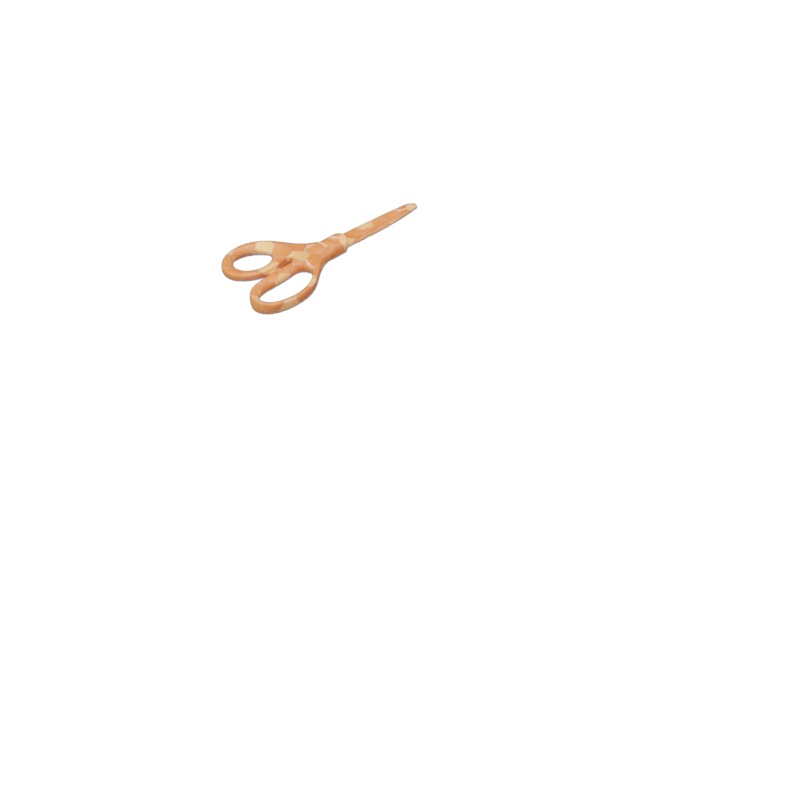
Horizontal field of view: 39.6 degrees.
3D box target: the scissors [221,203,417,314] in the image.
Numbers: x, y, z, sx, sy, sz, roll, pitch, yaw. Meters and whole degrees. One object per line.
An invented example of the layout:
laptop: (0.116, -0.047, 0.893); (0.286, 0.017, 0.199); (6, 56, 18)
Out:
scissors: (-0.077, -0.140, 0.978); (0.101, 0.015, 0.206); (22, 46, 23)
